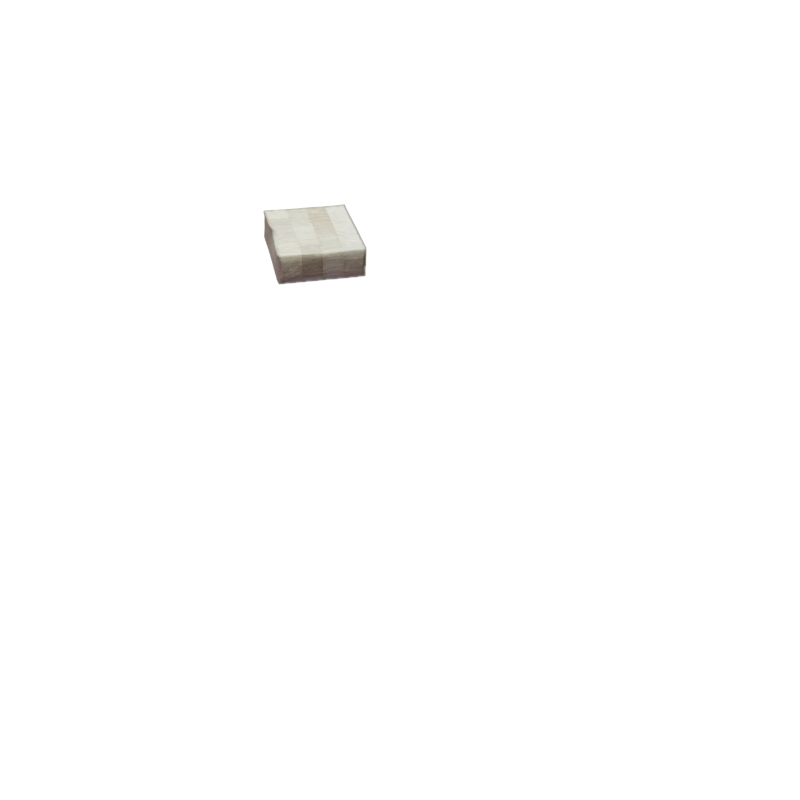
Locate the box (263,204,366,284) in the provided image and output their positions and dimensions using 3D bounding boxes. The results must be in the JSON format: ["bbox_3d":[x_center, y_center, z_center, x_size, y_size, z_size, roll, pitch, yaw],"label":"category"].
[{"bbox_3d":[-0.073,-0.132,0.927,0.072,0.028,0.096,-6,33,-10],"label":"box"}]
